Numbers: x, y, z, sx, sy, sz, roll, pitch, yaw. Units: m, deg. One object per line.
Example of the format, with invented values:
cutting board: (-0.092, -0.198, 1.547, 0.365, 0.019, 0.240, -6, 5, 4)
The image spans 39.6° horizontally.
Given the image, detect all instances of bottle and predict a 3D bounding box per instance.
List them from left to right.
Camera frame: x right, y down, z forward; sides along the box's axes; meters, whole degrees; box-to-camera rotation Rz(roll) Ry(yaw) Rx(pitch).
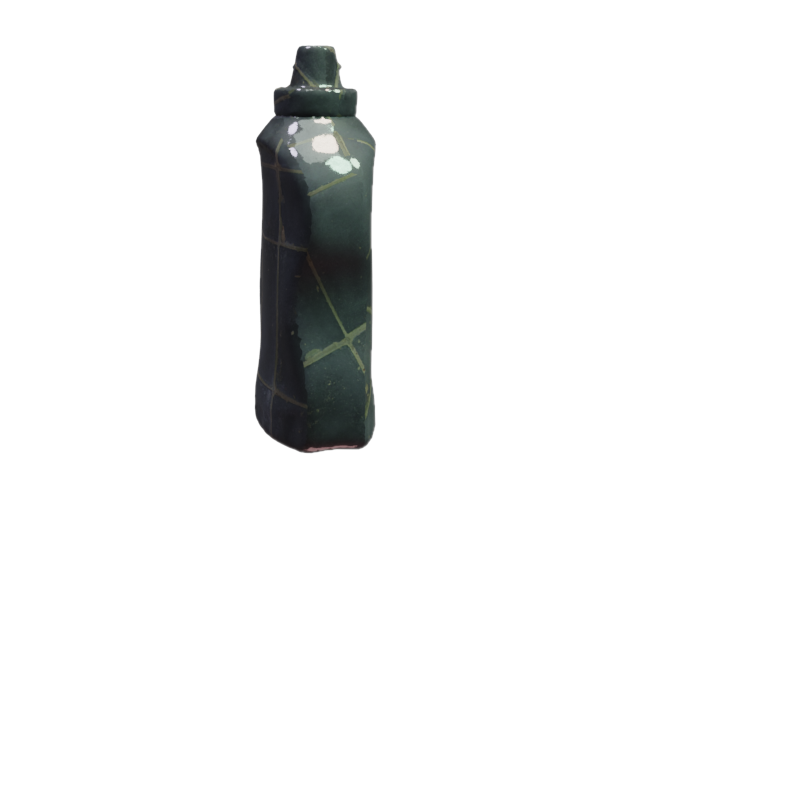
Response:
bottle: (-0.043, -0.079, 0.551, 0.057, 0.188, 0.100, -2, 10, -14)
